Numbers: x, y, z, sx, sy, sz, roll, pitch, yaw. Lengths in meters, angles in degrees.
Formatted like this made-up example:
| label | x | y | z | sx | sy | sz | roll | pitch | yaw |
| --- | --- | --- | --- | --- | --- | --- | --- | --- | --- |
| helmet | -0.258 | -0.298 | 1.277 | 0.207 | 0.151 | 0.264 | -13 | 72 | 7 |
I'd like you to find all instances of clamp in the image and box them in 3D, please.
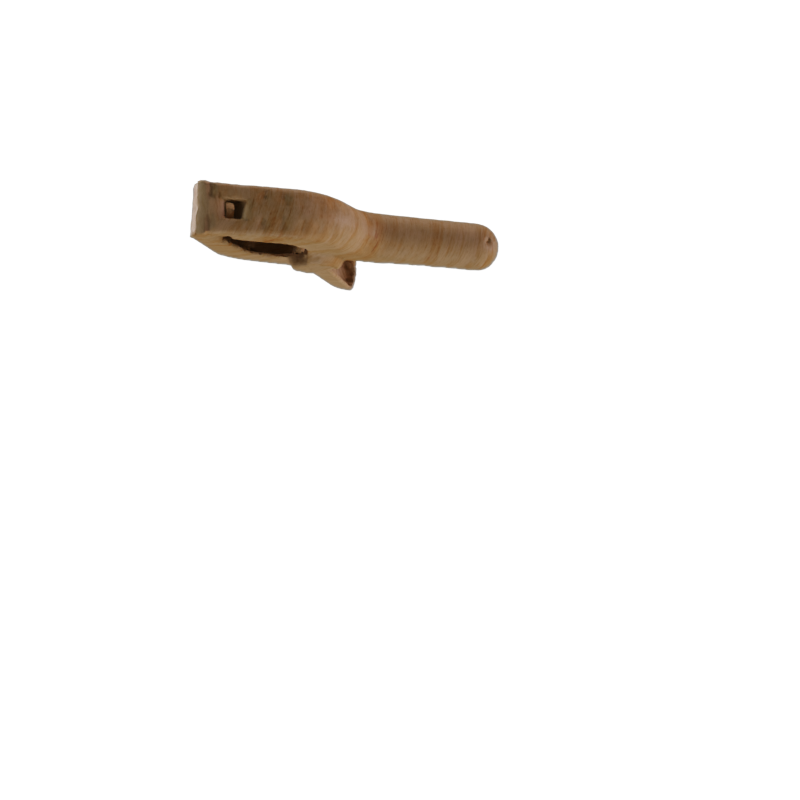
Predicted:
| label | x | y | z | sx | sy | sz | roll | pitch | yaw |
| --- | --- | --- | --- | --- | --- | --- | --- | --- | --- |
| clamp | -0.047 | -0.085 | 0.595 | 0.163 | 0.041 | 0.121 | 8 | -15 | -36 |
